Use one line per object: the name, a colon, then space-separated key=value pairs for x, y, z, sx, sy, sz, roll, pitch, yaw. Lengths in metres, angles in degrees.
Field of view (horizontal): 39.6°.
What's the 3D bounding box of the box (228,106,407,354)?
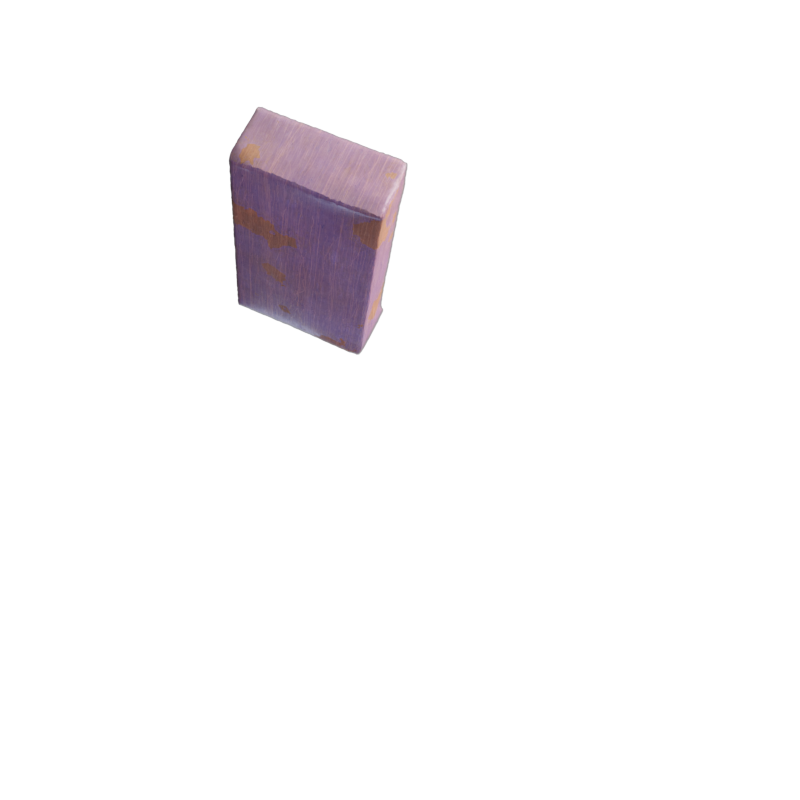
box: x=-0.053 y=-0.095 z=0.669 sx=0.095 sy=0.050 sz=0.167 roll=23 pitch=-22 yaw=6
